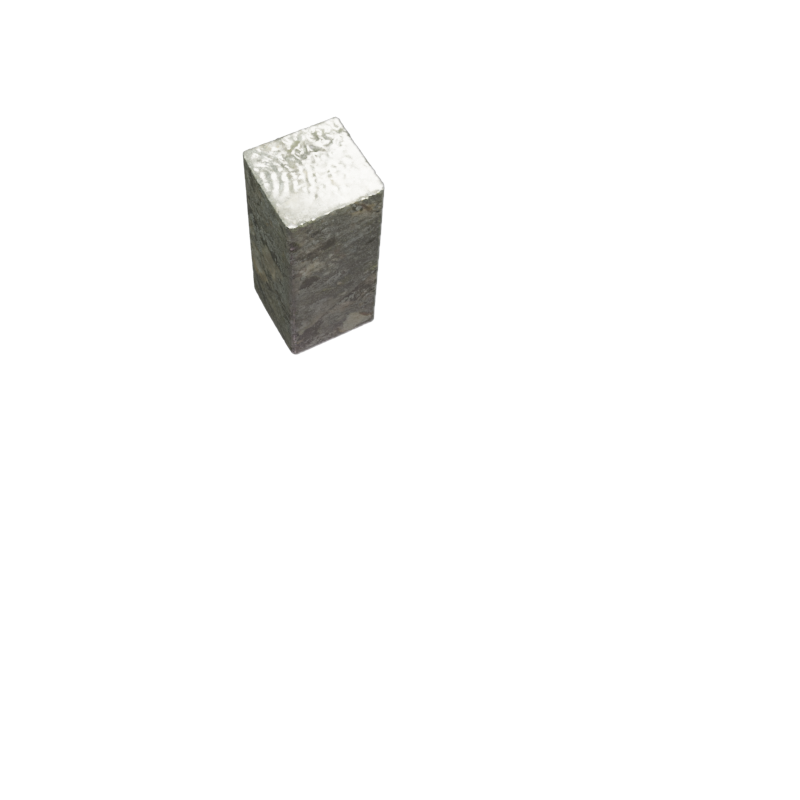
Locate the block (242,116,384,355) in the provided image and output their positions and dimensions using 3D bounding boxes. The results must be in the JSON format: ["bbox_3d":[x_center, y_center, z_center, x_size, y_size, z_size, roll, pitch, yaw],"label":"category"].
[{"bbox_3d":[-0.077,-0.139,0.980,0.090,0.096,0.194,-23,-26,-16],"label":"block"}]
